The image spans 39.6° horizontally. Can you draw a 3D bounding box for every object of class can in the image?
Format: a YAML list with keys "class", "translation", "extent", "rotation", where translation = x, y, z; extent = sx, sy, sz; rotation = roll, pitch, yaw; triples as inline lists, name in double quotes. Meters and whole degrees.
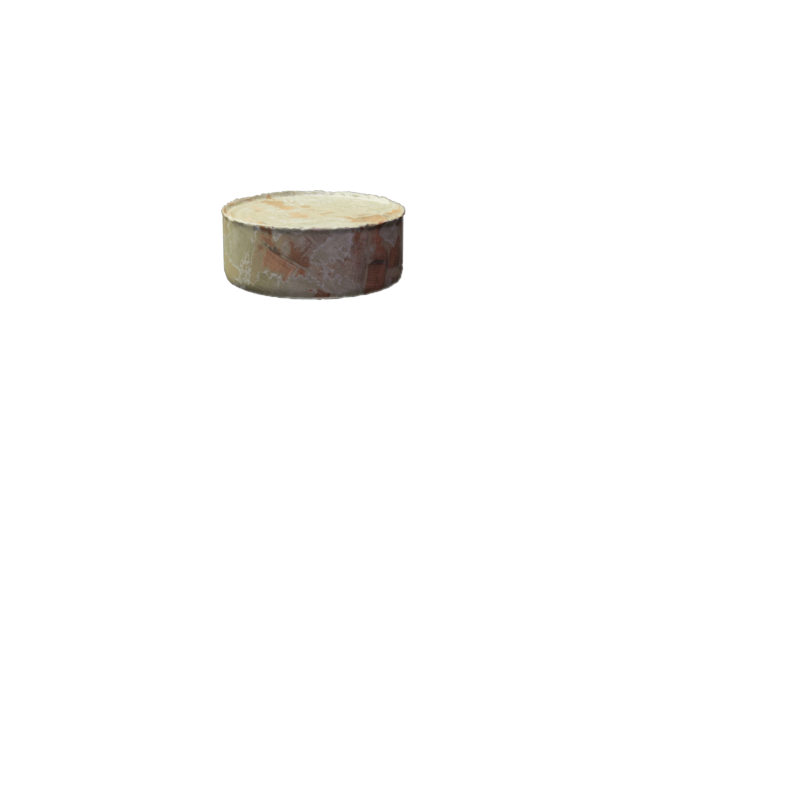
- class: "can"
  translation: [-0.041, -0.074, 0.521]
  extent: [0.086, 0.032, 0.089]
  rotation: [-1, 20, -2]
